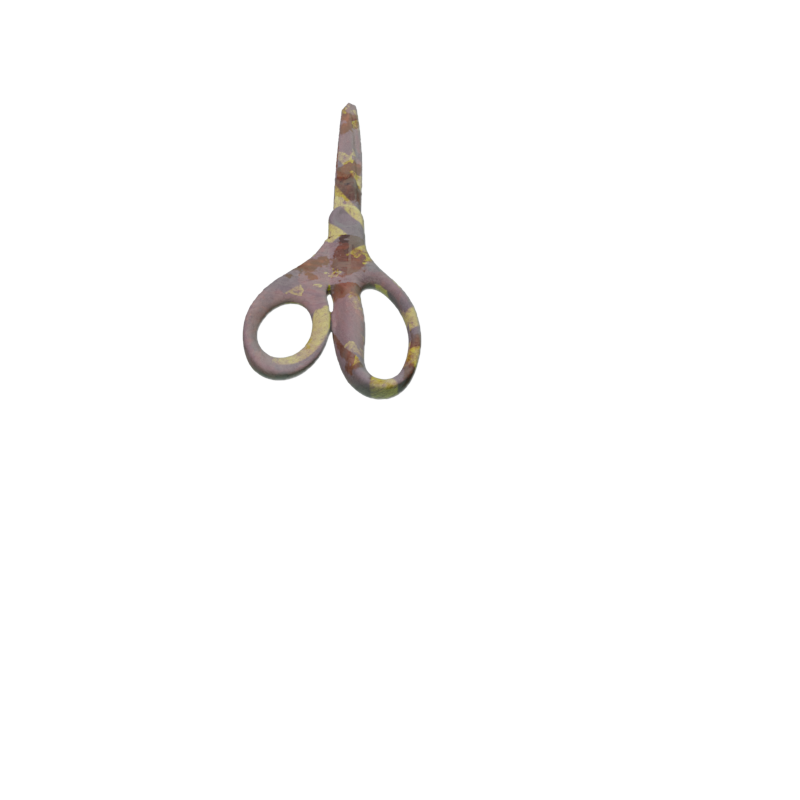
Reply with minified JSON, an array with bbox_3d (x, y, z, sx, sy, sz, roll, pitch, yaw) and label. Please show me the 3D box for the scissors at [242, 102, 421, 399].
[{"bbox_3d":[-0.046,-0.084,0.586,0.095,0.218,0.015,-11,-37,-9],"label":"scissors"}]
